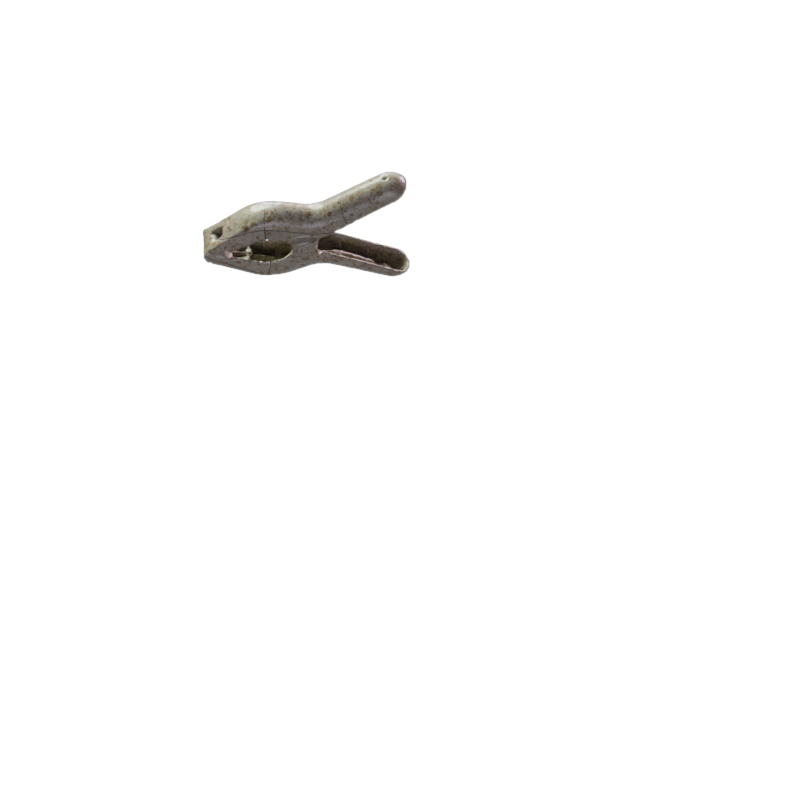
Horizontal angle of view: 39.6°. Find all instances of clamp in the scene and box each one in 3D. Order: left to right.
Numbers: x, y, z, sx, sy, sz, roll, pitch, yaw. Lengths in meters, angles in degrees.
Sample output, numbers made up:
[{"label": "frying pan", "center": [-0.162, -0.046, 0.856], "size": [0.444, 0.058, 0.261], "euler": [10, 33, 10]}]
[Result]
[{"label": "clamp", "center": [-0.070, -0.128, 0.898], "size": [0.173, 0.042, 0.111], "euler": [-8, -38, 10]}]
